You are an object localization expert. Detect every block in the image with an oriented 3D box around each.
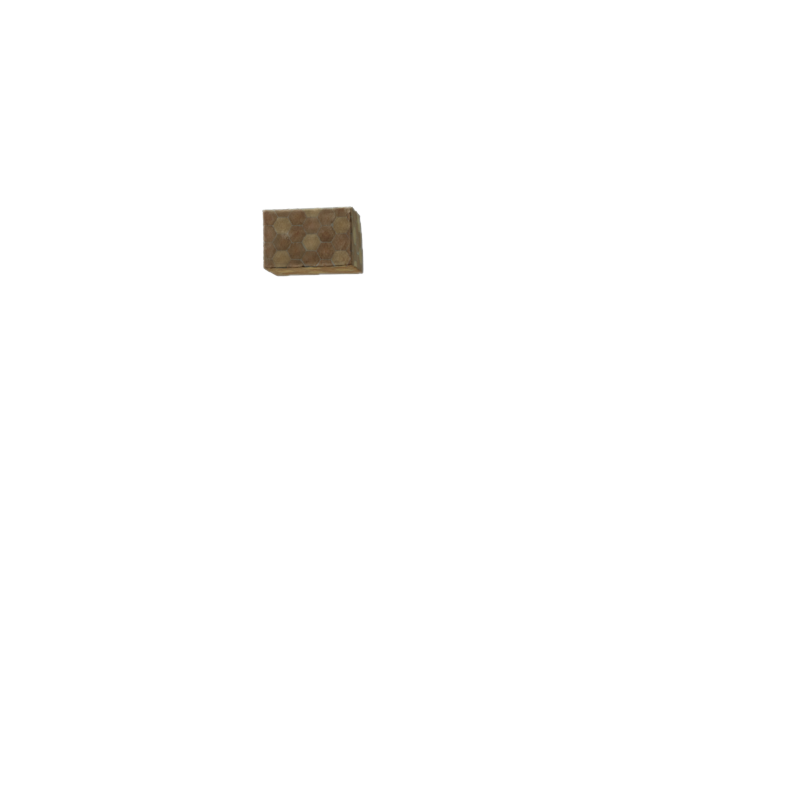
[{"bbox_3d":[-0.073,-0.133,0.934,0.079,0.052,0.051,-1,-5,9],"label":"block"}]
